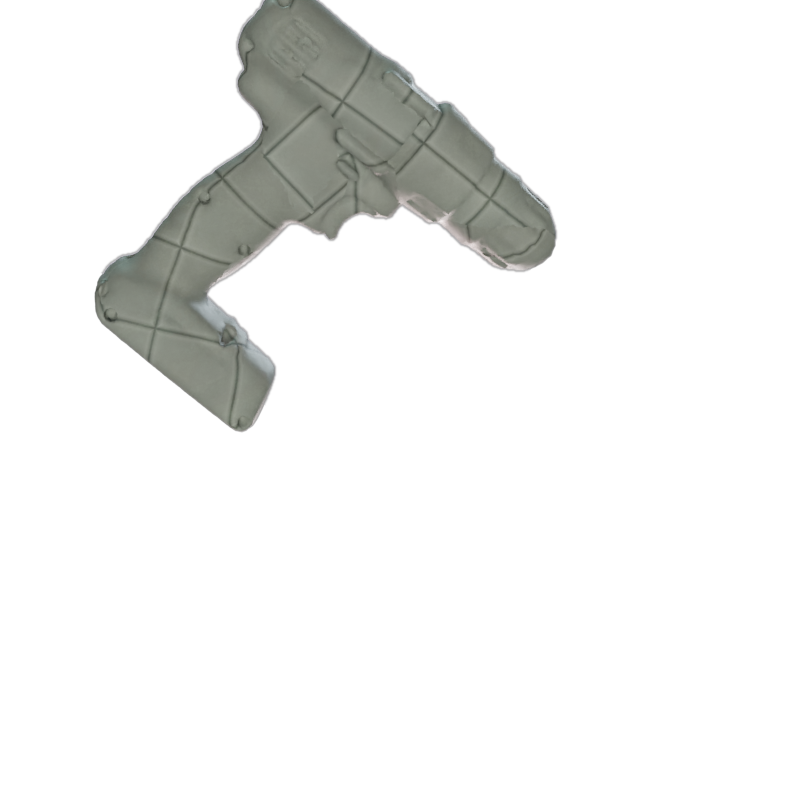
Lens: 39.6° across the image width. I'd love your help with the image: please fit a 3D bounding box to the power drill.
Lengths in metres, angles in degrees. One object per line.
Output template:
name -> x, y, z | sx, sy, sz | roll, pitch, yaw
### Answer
power drill -> -0.042, -0.078, 0.543 | 0.181, 0.186, 0.059 | 40, 9, -8
